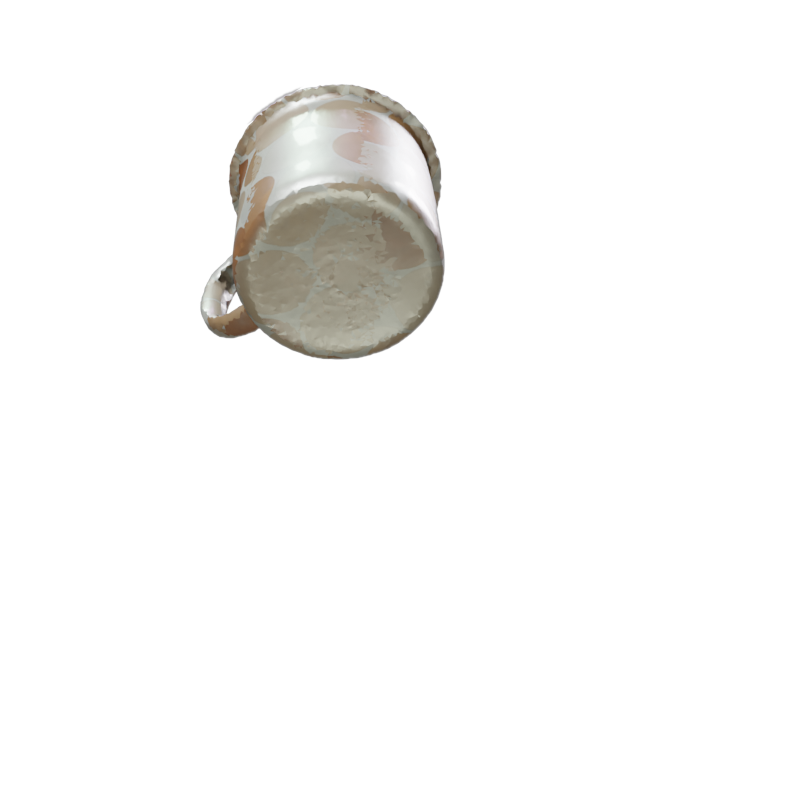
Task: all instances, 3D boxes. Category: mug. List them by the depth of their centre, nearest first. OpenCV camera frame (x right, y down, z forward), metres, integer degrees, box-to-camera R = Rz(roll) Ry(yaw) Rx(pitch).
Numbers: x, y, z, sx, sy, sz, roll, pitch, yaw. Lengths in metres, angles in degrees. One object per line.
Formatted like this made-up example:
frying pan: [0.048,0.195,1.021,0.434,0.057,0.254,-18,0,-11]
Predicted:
mug: [-0.036,-0.065,0.455,0.117,0.088,0.087,-31,29,17]
